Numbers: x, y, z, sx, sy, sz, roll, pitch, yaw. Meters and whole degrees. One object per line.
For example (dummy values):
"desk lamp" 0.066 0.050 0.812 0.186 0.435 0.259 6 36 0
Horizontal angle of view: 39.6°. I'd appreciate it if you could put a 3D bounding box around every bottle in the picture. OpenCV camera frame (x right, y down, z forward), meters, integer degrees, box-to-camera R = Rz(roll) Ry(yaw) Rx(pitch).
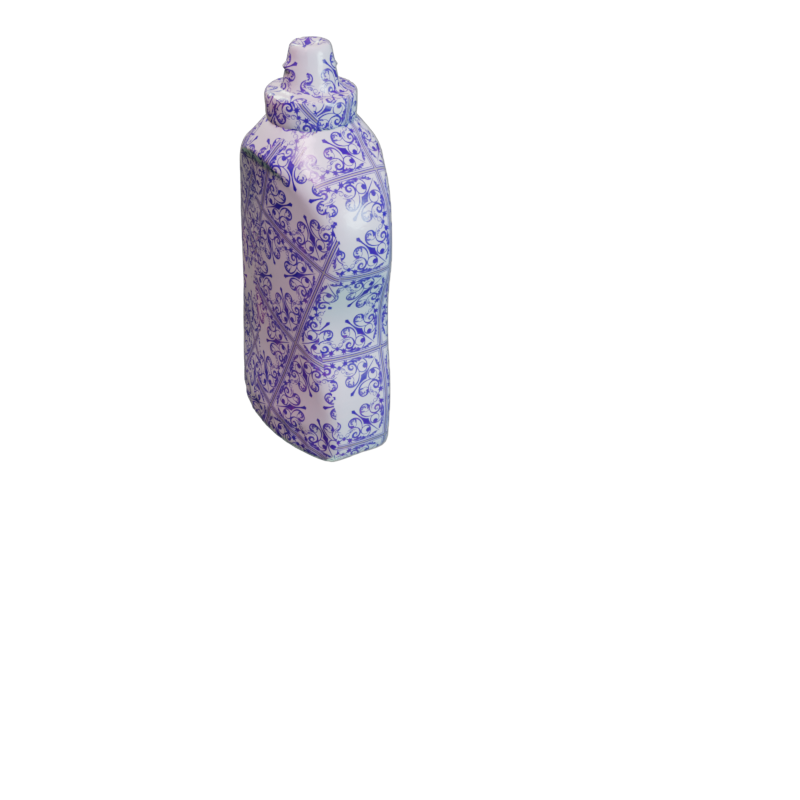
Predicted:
"bottle" -0.041 -0.073 0.515 0.057 0.181 0.103 -13 33 -26
